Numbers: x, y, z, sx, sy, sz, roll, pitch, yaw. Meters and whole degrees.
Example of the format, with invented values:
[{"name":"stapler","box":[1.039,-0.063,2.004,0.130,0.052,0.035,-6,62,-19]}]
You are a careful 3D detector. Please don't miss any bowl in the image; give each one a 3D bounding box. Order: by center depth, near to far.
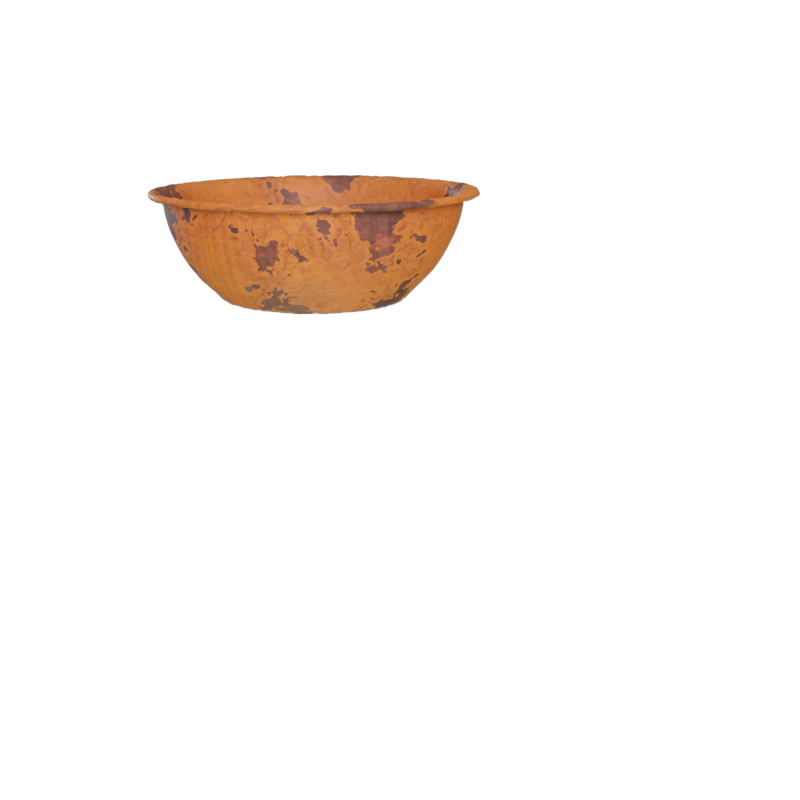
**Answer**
[{"name":"bowl","box":[-0.043,-0.078,0.546,0.162,0.054,0.167,0,15,-2]}]
